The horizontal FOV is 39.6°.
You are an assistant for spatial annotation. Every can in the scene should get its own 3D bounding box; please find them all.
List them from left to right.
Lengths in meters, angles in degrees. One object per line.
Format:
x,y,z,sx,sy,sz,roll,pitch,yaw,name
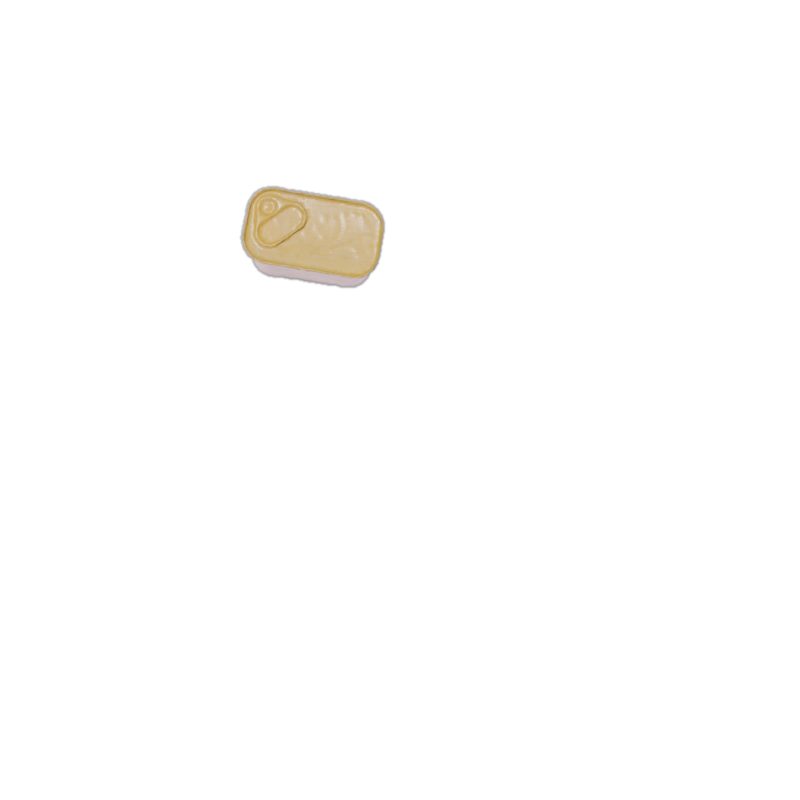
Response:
-0.066,-0.121,0.847,0.102,0.058,0.082,9,-5,-1,can
